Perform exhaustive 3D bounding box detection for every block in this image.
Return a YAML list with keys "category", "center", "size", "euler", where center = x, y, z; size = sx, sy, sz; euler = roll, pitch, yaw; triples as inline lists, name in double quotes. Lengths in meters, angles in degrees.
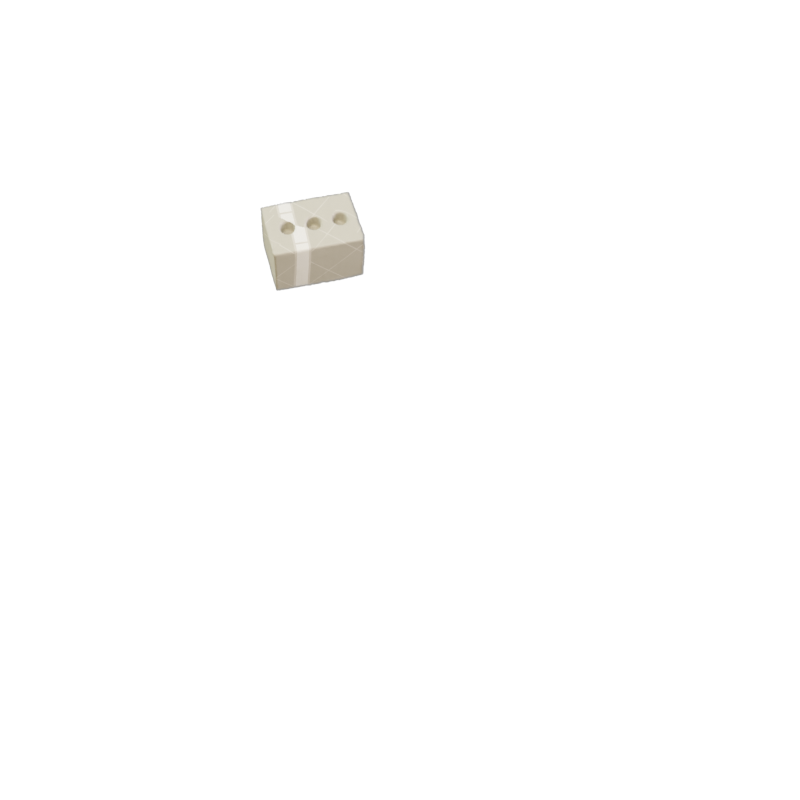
- category: "block"
  center: [-0.072, -0.131, 0.919]
  size: [0.077, 0.057, 0.048]
  euler: [-12, -33, -9]
